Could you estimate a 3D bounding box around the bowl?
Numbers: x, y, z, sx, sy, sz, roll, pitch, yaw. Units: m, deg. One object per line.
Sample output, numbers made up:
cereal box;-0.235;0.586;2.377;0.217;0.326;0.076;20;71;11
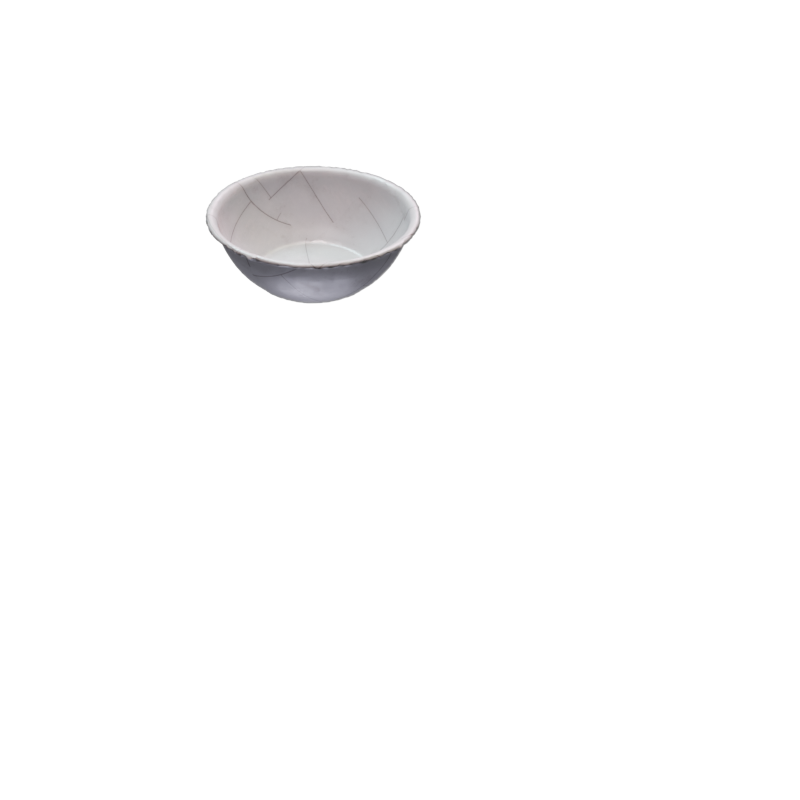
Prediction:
bowl;-0.066;-0.121;0.847;0.162;0.052;0.173;-1;35;-2
